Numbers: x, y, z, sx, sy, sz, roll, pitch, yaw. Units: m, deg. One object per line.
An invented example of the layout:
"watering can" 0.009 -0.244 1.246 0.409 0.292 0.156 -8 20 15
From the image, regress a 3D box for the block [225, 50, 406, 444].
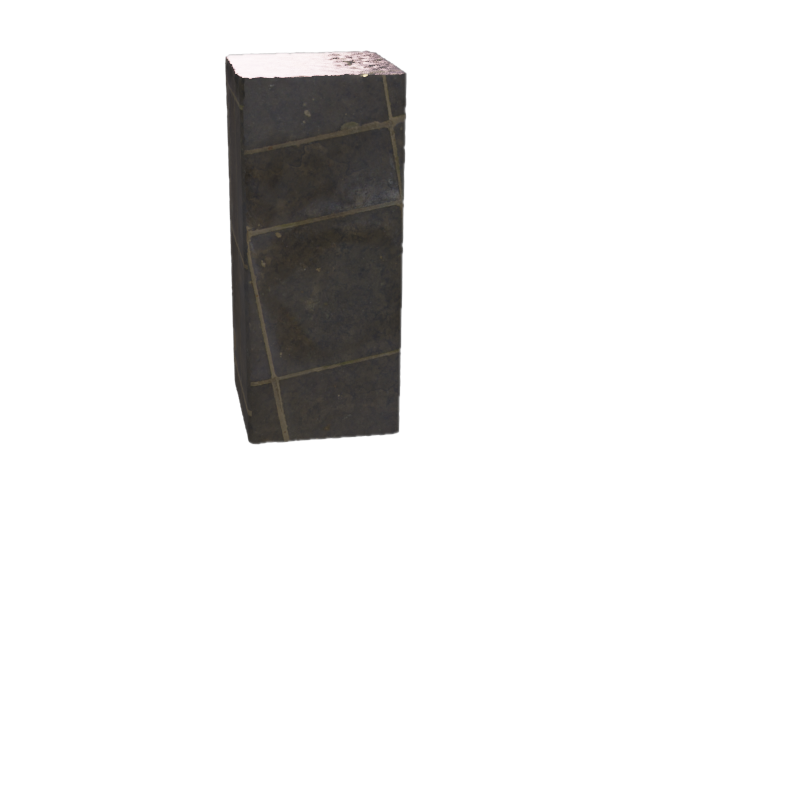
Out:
"block" -0.051 -0.091 0.637 0.089 0.197 0.096 -3 20 -11
